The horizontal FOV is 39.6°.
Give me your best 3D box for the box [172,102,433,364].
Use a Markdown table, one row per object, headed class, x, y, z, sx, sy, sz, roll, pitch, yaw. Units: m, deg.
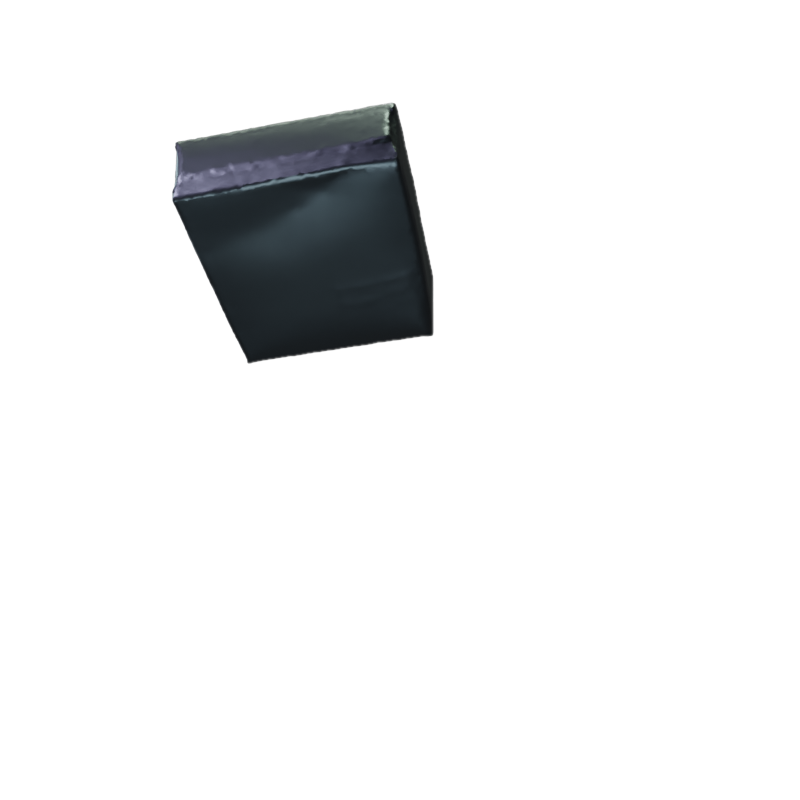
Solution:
| class | x | y | z | sx | sy | sz | roll | pitch | yaw |
| --- | --- | --- | --- | --- | --- | --- | --- | --- | --- |
| box | -0.036 | -0.066 | 0.463 | 0.090 | 0.042 | 0.105 | -7 | -40 | 8 |
